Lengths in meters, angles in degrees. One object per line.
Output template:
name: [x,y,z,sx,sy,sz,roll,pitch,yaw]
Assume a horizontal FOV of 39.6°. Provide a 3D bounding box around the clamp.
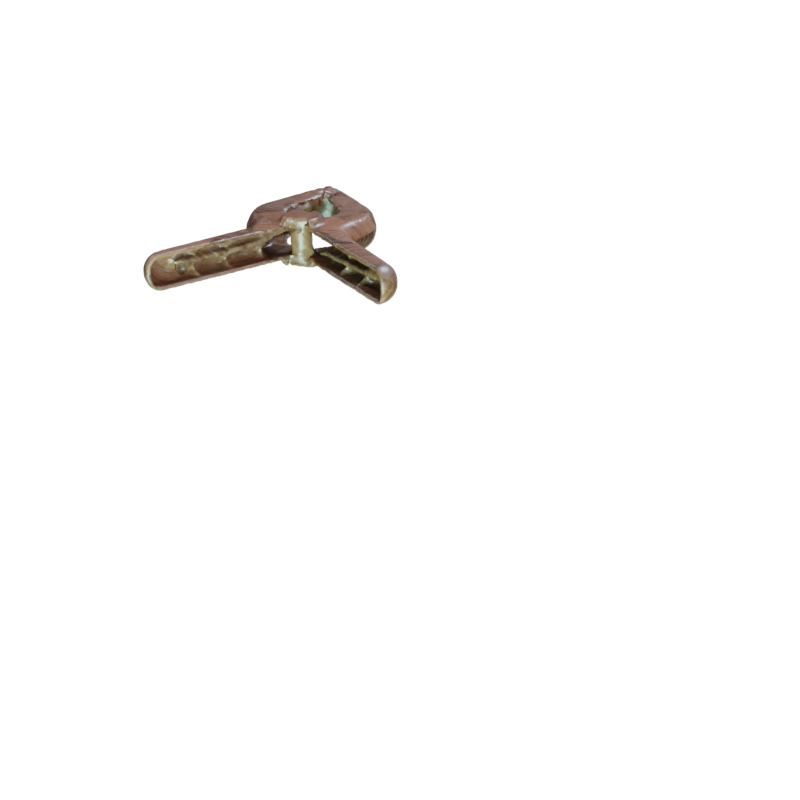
clamp: [-0.061,-0.111,0.777,0.169,0.035,0.214,7,25,16]
